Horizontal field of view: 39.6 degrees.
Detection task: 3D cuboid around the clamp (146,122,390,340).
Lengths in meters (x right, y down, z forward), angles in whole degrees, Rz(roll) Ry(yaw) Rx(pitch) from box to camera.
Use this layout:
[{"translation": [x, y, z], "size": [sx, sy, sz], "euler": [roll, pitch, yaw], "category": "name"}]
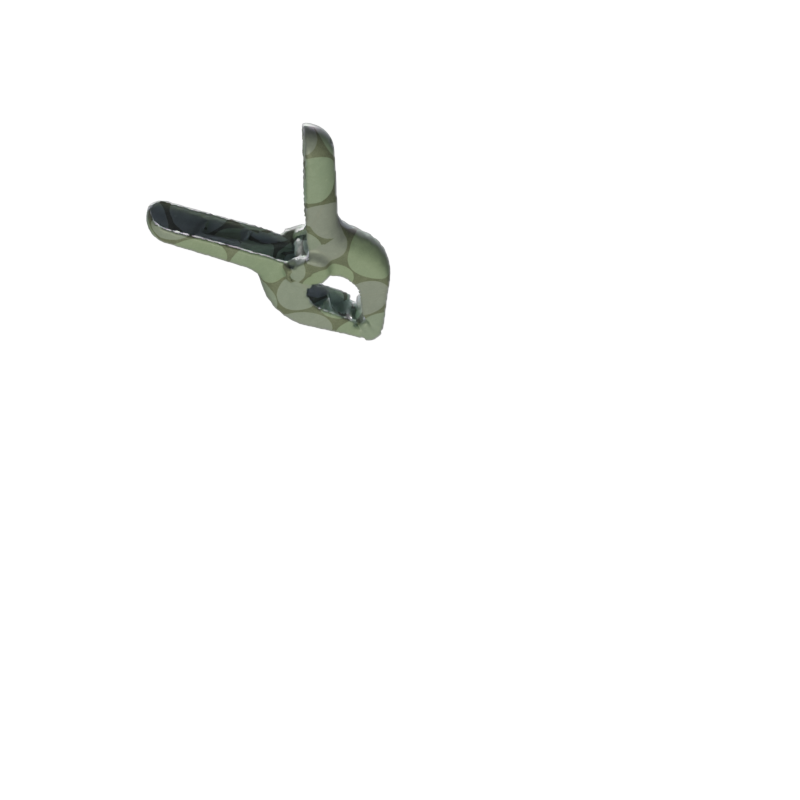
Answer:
[{"translation": [-0.052, -0.094, 0.659], "size": [0.120, 0.042, 0.160], "euler": [-24, -40, 33], "category": "clamp"}]
